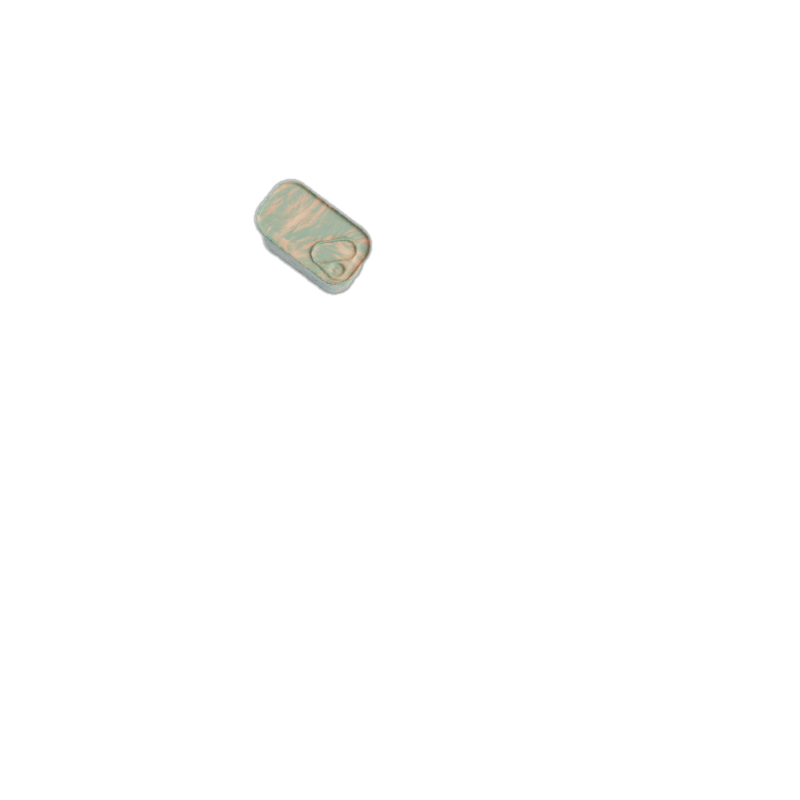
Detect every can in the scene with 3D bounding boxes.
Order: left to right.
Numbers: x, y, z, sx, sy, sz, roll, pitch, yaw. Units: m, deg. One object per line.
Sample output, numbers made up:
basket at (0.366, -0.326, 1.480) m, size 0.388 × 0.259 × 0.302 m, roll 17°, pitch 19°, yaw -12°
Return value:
can at (-0.078, -0.142, 0.996) m, size 0.103 × 0.058 × 0.082 m, roll 37°, pitch -7°, yaw 4°
